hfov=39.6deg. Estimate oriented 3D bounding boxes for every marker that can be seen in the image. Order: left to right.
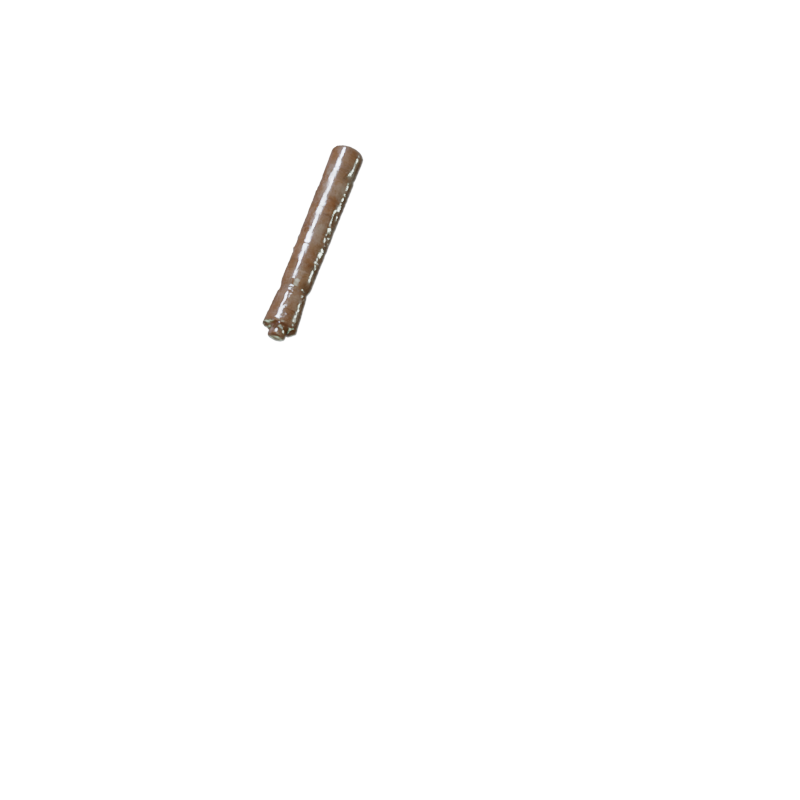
[{"bbox_3d":[-0.047,-0.086,0.603,0.020,0.126,0.019,16,-27,5],"label":"marker"}]
